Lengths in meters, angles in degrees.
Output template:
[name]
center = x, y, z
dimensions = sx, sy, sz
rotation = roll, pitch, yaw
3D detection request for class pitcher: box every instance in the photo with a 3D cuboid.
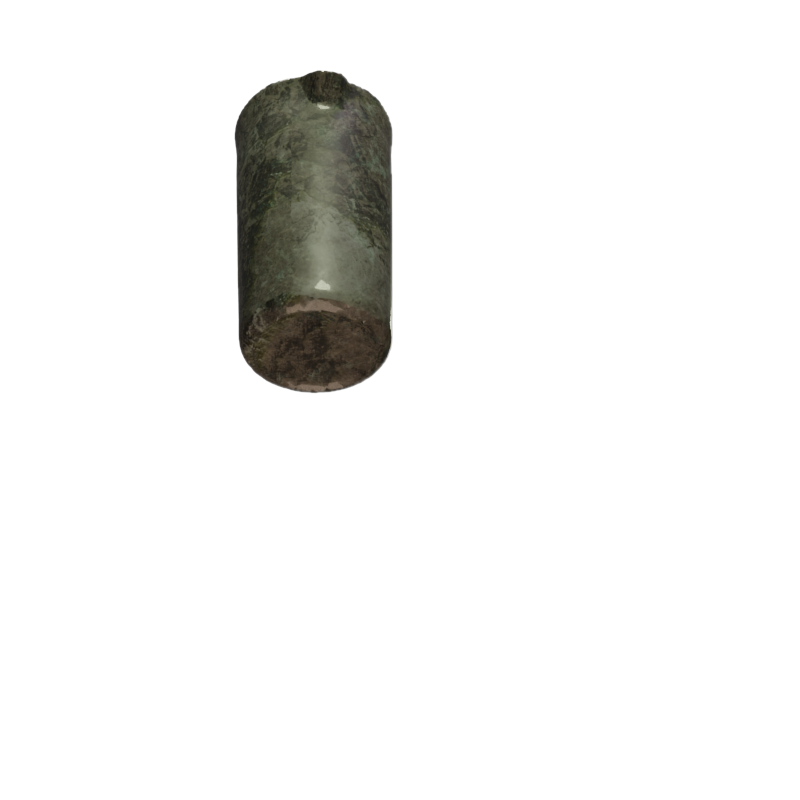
[pitcher]
center = -0.068, -0.123, 0.862
dimensions = 0.145, 0.261, 0.138
rotation = -25, -46, 23
